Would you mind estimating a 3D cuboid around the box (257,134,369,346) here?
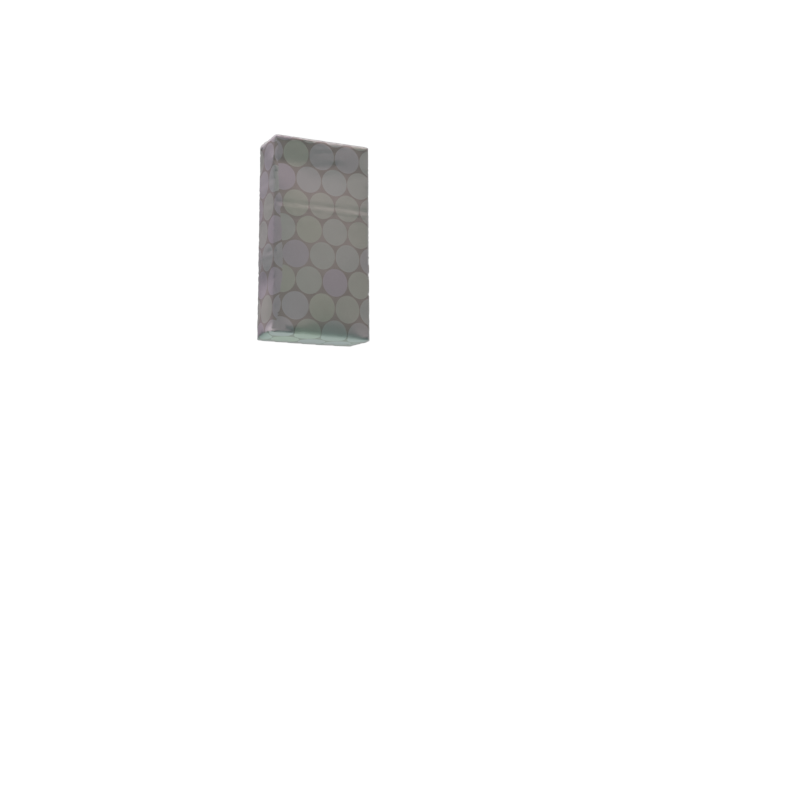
[{"bbox_3d":[-0.076,-0.139,0.972,0.090,0.183,0.048,5,-16,-25],"label":"box"}]
